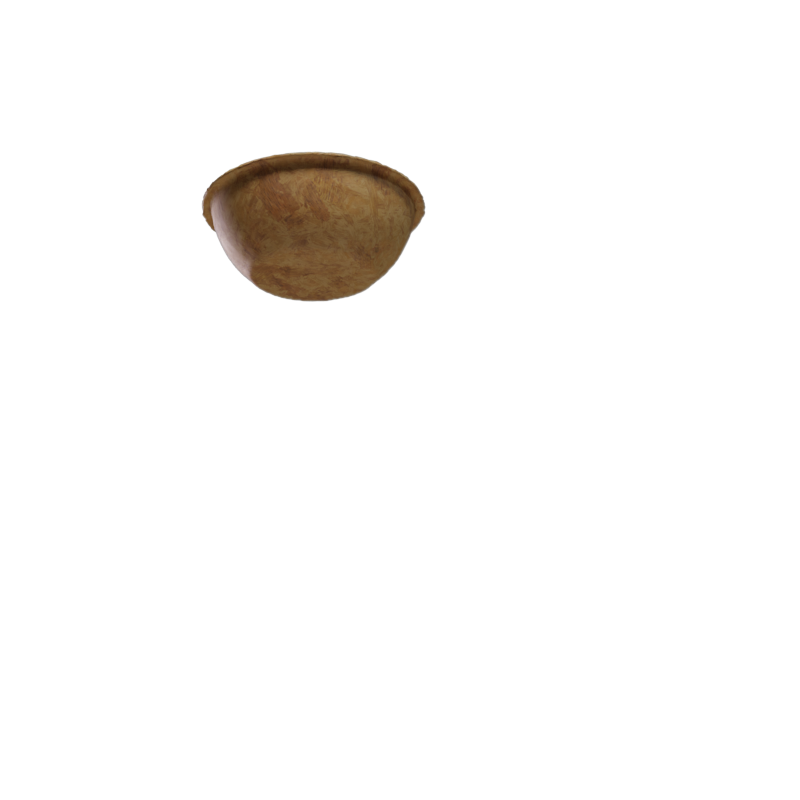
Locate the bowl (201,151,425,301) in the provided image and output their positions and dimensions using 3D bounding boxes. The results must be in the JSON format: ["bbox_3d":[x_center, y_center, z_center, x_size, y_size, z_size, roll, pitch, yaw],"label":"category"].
[{"bbox_3d":[-0.062,-0.113,0.793,0.162,0.058,0.154,1,-21,-2],"label":"bowl"}]
